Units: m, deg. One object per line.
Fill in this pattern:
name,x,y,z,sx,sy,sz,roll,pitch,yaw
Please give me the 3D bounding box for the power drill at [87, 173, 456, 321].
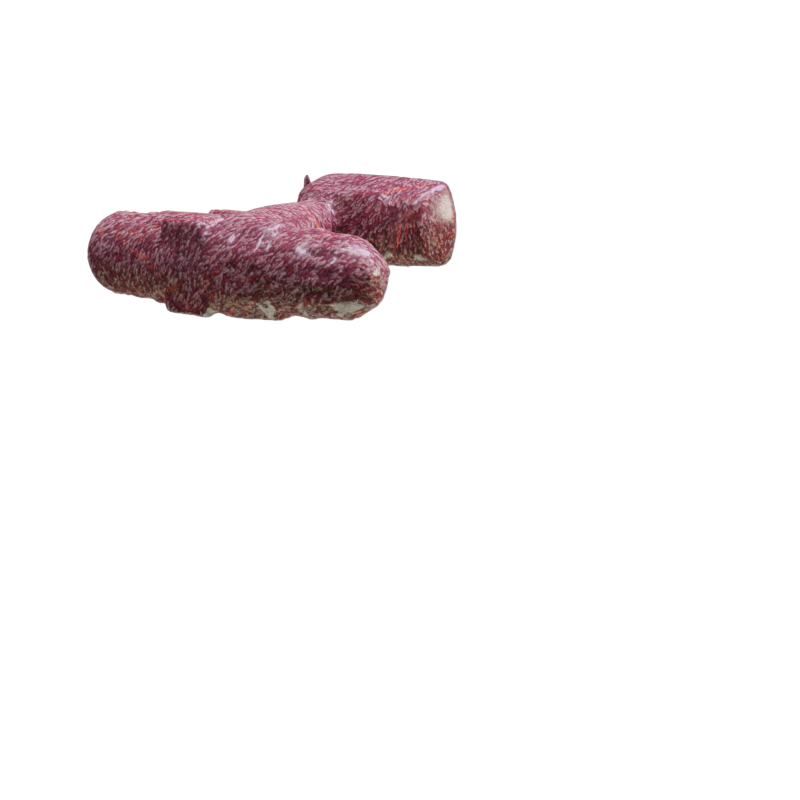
power drill,-0.048,-0.087,0.608,0.193,0.056,0.184,12,20,34
